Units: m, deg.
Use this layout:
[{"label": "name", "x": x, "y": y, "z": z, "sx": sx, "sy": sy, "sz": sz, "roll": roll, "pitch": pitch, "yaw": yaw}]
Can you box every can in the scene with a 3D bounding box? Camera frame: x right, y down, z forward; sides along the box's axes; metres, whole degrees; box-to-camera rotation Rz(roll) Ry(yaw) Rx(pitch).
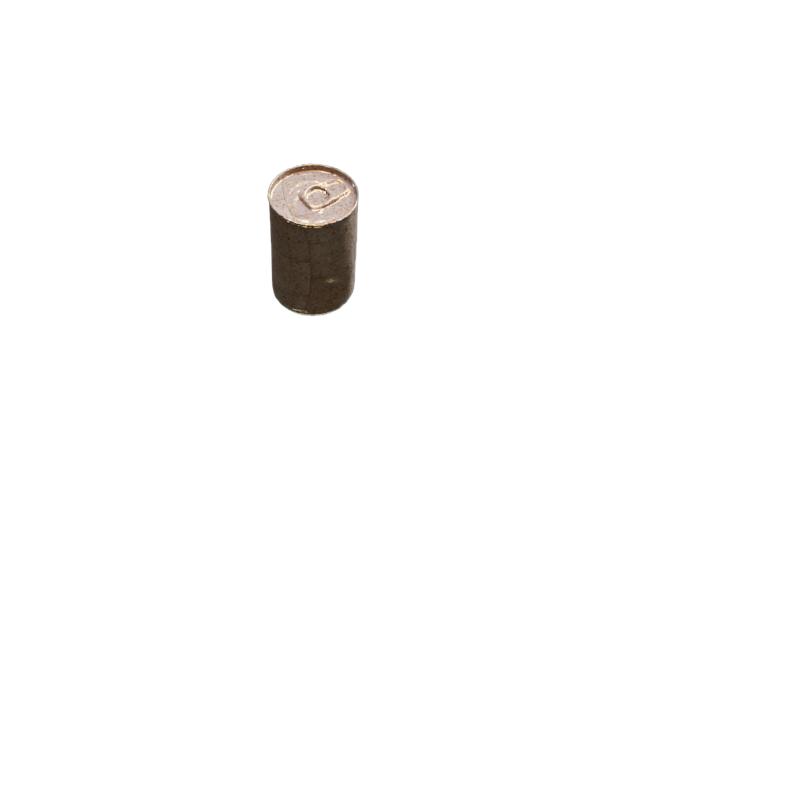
[{"label": "can", "x": -0.067, "y": -0.122, "z": 0.857, "sx": 0.068, "sy": 0.074, "sz": 0.095, "roll": 0, "pitch": -41, "yaw": -3}]
